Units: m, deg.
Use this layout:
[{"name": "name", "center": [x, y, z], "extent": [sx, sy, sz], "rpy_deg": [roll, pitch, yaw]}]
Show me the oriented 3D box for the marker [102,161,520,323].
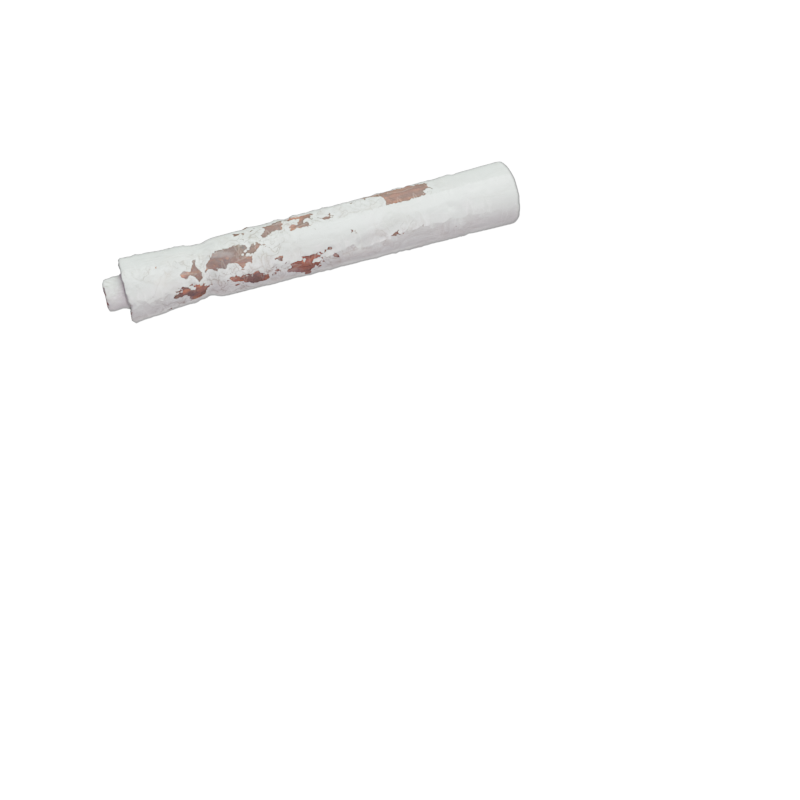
[{"name": "marker", "center": [-0.025, -0.045, 0.317], "extent": [0.120, 0.019, 0.020], "rpy_deg": [-16, 7, -10]}]
